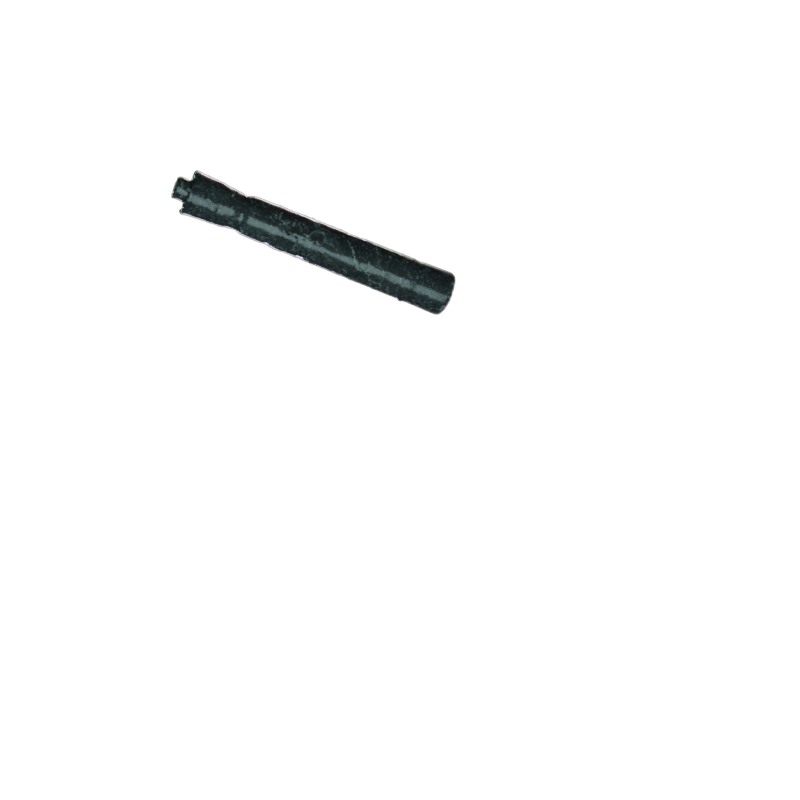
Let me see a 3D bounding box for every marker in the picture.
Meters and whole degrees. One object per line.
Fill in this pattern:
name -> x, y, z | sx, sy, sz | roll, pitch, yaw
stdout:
marker -> -0.035, -0.065, 0.452 | 0.118, 0.020, 0.020 | 21, -1, -11
